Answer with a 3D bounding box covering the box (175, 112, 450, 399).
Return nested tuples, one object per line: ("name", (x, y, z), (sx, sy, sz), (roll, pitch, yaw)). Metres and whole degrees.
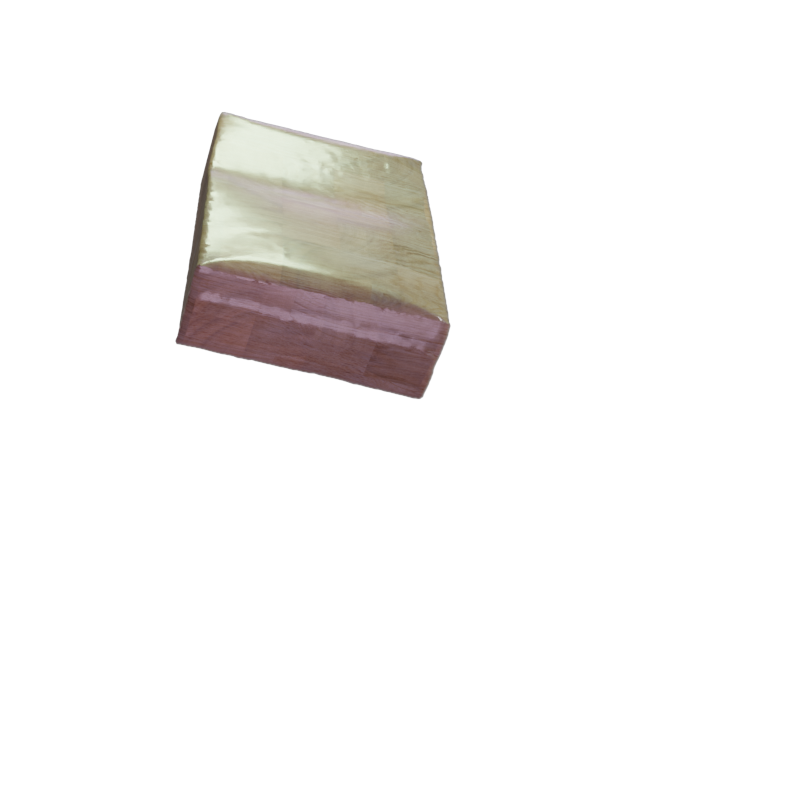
("box", (-0.060, -0.109, 0.766), (0.161, 0.068, 0.229), (11, 36, -11))
